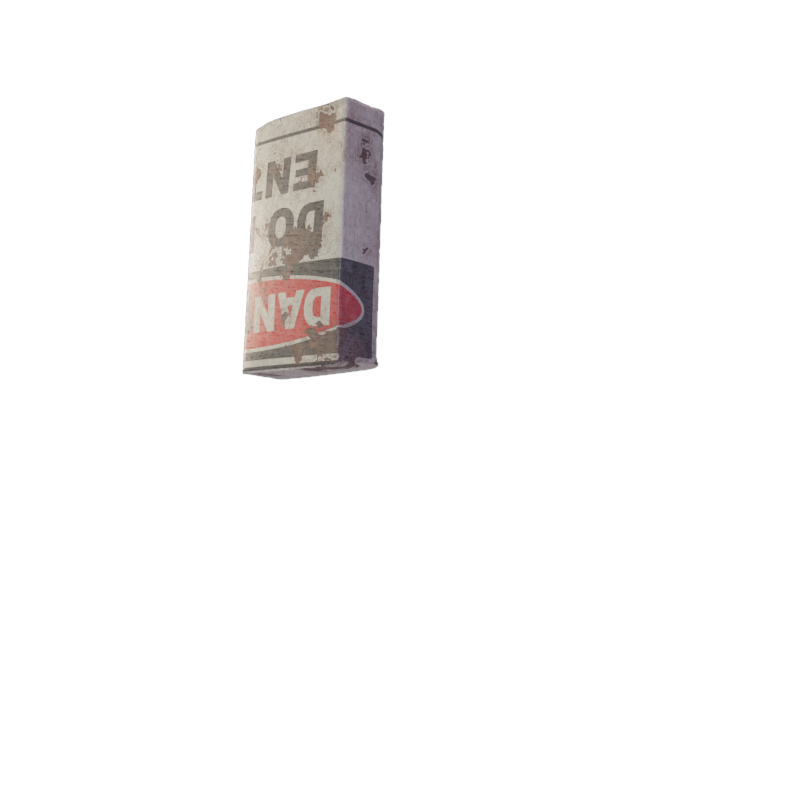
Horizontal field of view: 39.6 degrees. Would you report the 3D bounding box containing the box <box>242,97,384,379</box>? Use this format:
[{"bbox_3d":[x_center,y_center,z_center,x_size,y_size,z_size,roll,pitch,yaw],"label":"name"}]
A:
[{"bbox_3d":[-0.058,-0.106,0.741,0.096,0.181,0.045,-10,-15,42],"label":"box"}]
